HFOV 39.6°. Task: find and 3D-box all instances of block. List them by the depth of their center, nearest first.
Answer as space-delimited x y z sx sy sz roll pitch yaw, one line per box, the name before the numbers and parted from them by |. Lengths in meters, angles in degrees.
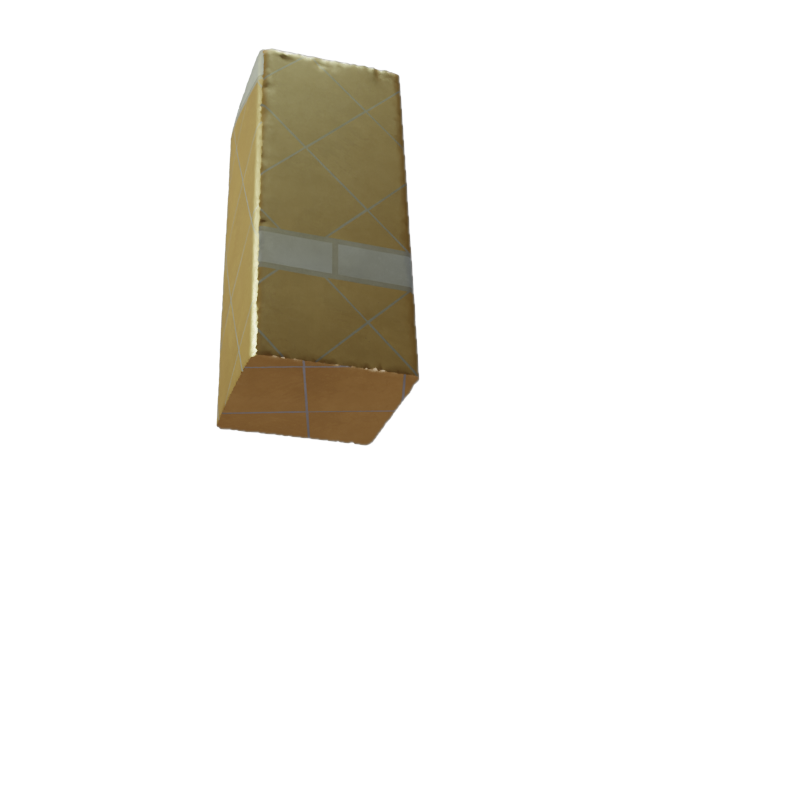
block | -0.050 -0.092 0.639 0.089 0.220 0.086 8 -33 -16
